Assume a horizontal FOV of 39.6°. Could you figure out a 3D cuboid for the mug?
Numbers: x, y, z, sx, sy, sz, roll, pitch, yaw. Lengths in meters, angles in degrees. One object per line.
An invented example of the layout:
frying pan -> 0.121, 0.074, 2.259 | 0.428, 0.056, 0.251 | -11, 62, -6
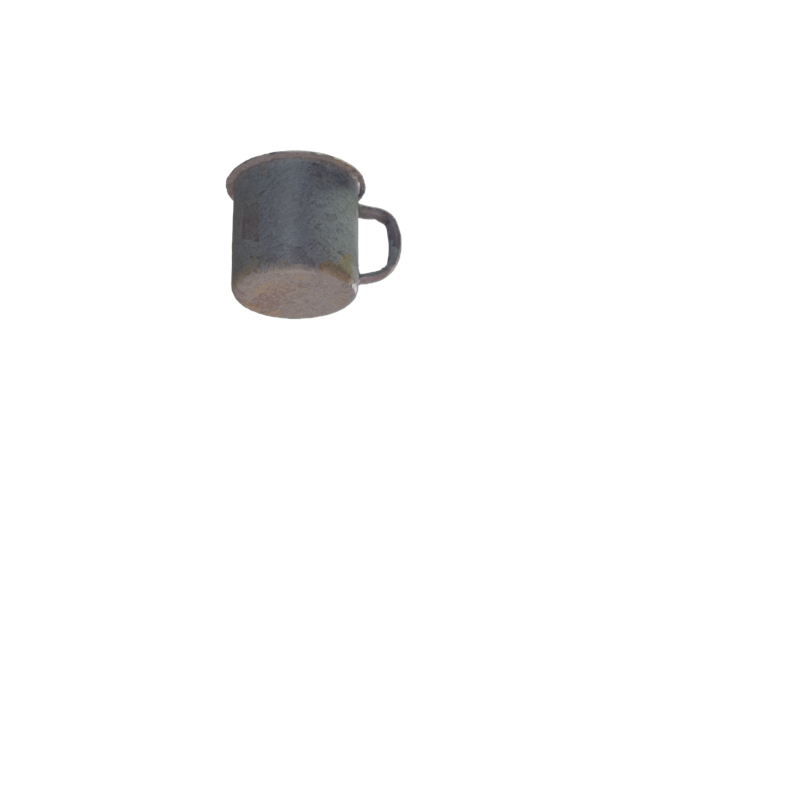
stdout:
mug -> -0.057, -0.103, 0.722 | 0.115, 0.086, 0.090 | 4, -23, -13
